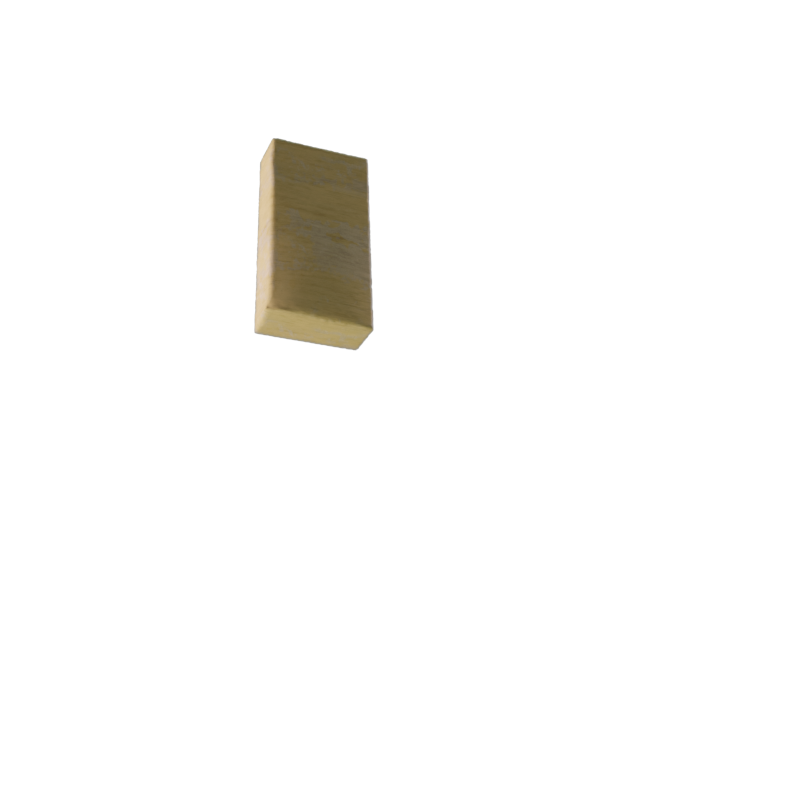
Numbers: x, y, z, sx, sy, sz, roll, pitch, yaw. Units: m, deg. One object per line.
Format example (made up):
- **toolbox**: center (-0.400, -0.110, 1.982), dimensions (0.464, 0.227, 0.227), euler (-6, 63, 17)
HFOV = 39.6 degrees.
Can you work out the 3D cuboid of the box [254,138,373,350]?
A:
- **box**: center (-0.074, -0.135, 0.944), dimensions (0.091, 0.188, 0.046), euler (10, -35, -18)
